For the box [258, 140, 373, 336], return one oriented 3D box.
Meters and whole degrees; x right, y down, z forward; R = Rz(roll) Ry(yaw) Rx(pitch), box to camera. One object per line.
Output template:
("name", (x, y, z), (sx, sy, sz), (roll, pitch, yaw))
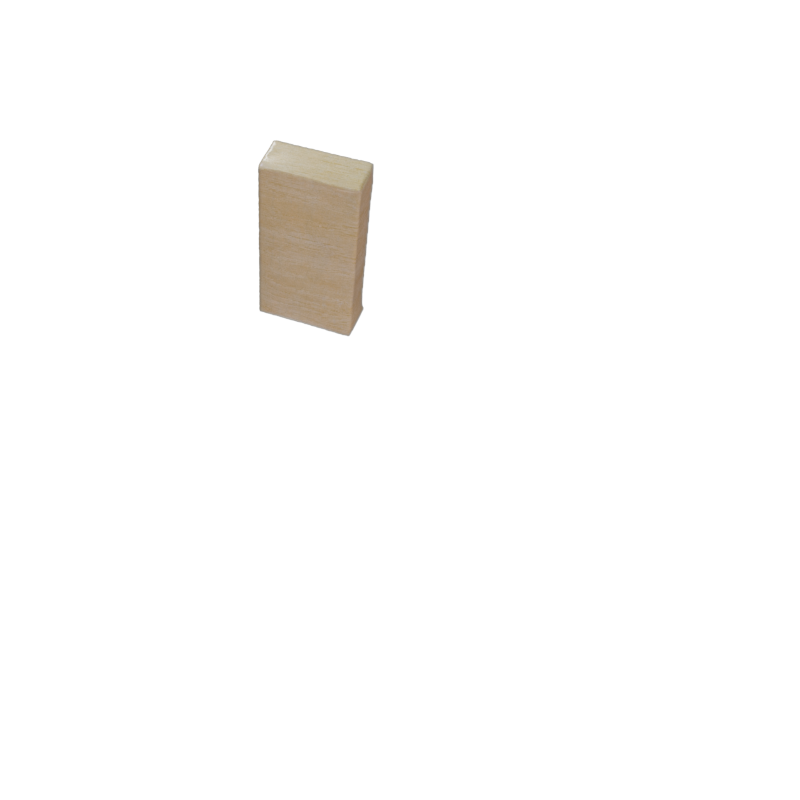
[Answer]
("box", (-0.077, -0.139, 0.978), (0.095, 0.050, 0.164), (16, -40, 11))
